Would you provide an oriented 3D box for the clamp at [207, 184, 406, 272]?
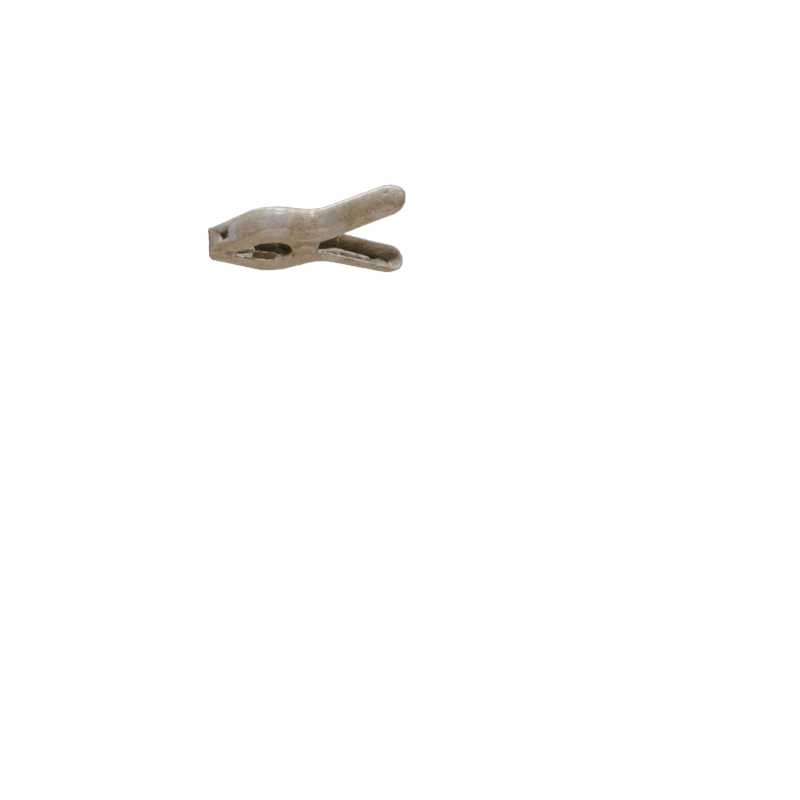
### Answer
[{"bbox_3d":[-0.074,-0.135,0.942,0.173,0.042,0.111,-5,-30,9],"label":"clamp"}]
